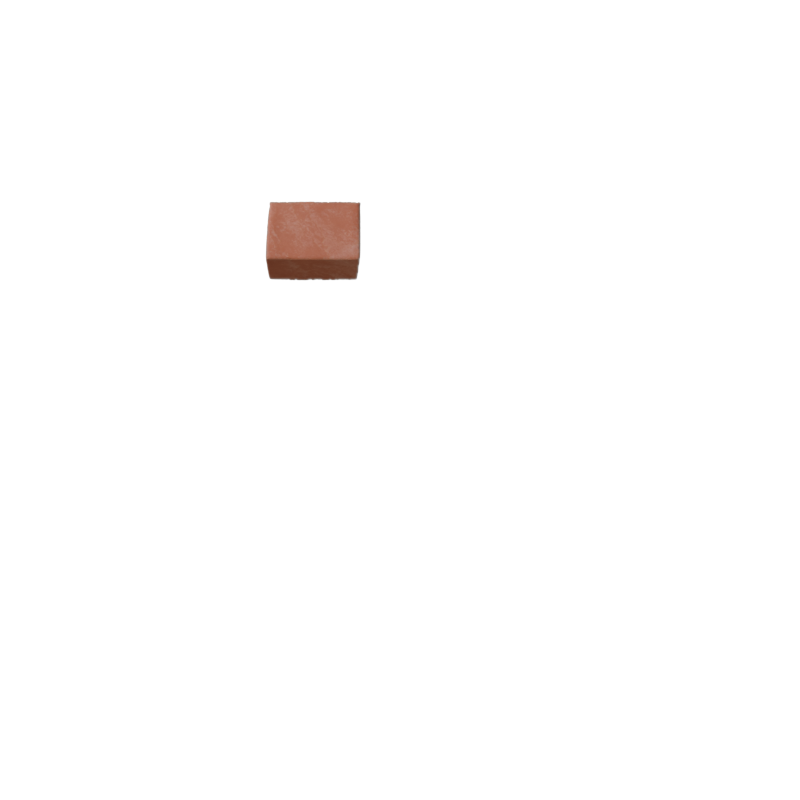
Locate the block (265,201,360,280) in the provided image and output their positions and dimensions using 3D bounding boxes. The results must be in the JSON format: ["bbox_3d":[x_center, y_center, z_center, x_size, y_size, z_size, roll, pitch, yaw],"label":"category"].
[{"bbox_3d":[-0.073,-0.133,0.932,0.078,0.054,0.051,0,-17,-2],"label":"block"}]
